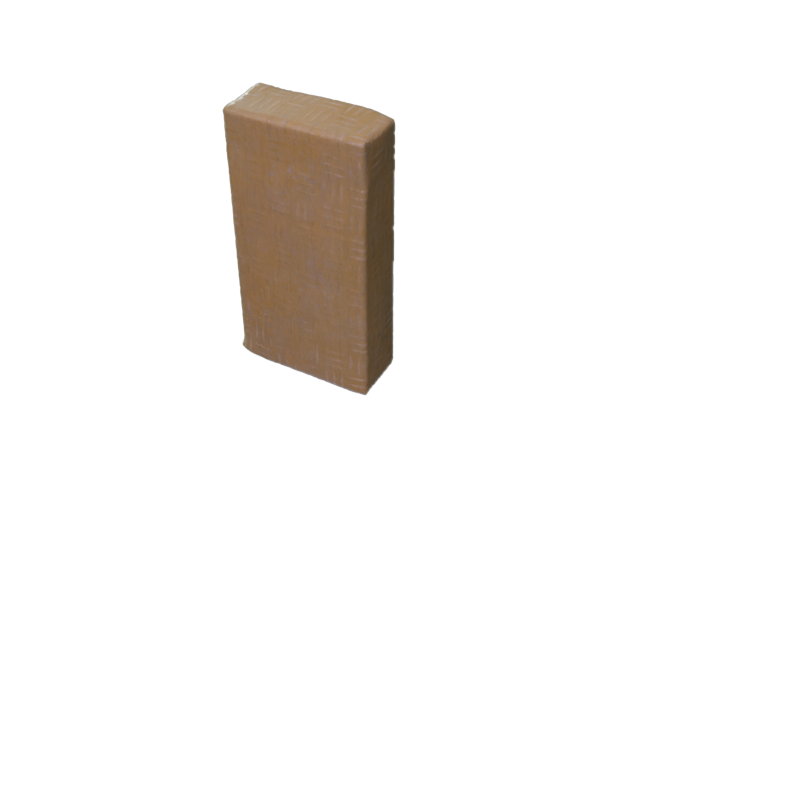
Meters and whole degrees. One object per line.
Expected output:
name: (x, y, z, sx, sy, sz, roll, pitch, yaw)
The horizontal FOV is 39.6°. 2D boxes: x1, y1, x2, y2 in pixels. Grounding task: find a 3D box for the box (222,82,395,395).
box: (-0.051, -0.094, 0.658, 0.098, 0.165, 0.049, 20, 39, 23)
